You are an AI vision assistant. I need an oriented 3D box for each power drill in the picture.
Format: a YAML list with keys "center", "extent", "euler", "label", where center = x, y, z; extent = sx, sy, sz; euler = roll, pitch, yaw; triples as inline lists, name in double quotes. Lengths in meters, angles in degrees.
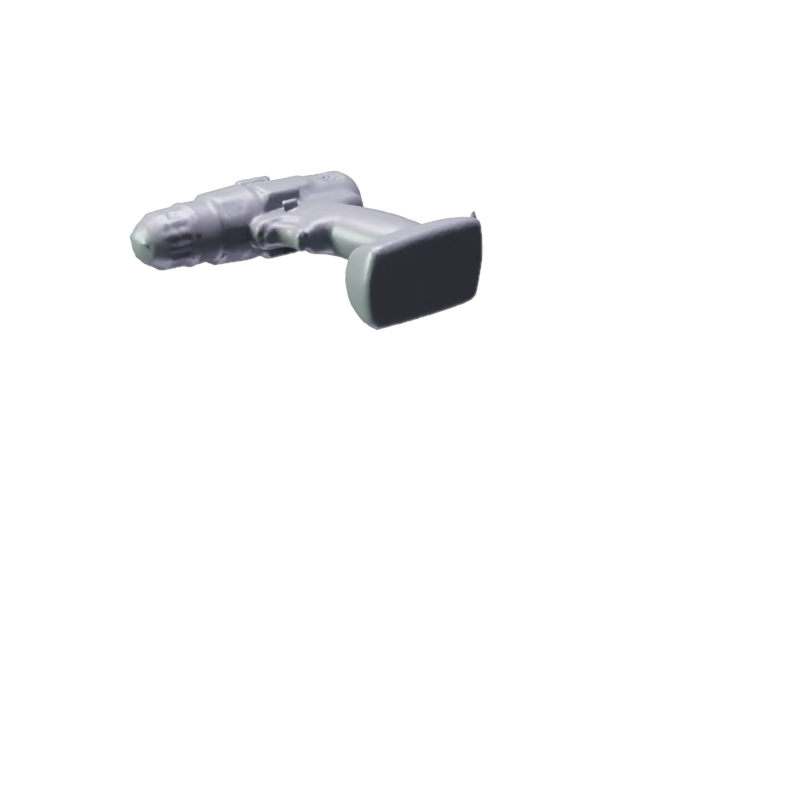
- center: [-0.056, -0.103, 0.720]
  extent: [0.182, 0.054, 0.200]
  euler: [-22, 34, -37]
  label: "power drill"
